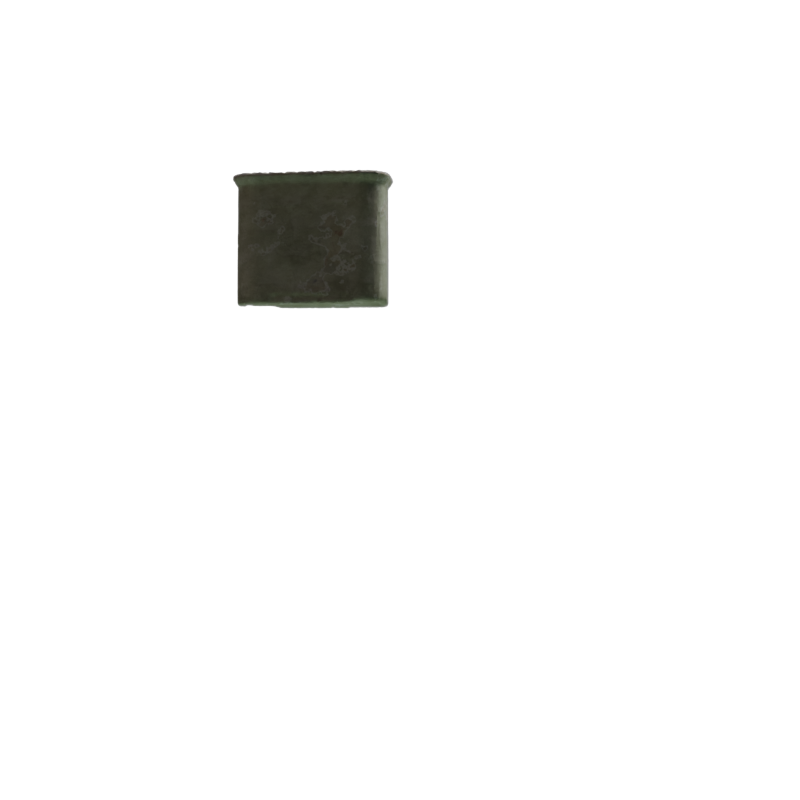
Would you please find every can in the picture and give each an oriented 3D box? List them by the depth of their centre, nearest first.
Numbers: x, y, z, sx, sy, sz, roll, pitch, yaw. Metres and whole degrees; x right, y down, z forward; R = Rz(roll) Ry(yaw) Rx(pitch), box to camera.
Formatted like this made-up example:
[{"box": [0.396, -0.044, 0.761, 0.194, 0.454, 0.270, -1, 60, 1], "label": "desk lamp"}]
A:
[{"box": [-0.056, -0.102, 0.717, 0.103, 0.085, 0.056, 0, -4, 8], "label": "can"}]
